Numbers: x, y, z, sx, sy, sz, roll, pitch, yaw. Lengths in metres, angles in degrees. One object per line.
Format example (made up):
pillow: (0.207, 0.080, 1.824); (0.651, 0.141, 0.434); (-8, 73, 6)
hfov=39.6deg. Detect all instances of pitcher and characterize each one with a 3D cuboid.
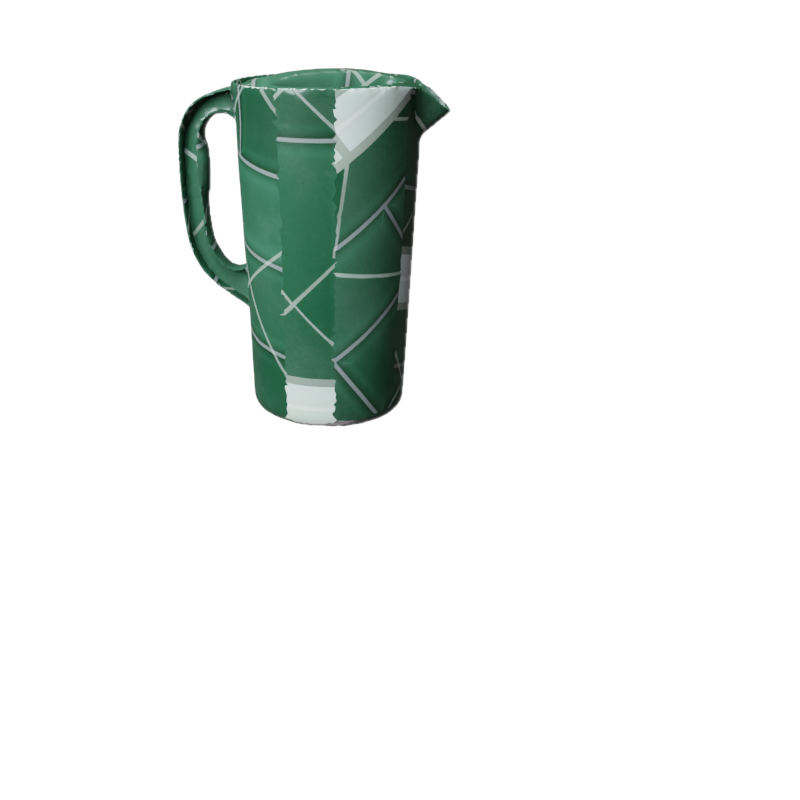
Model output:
pitcher: (-0.062, -0.112, 0.786); (0.141, 0.235, 0.158); (-11, 20, -38)
